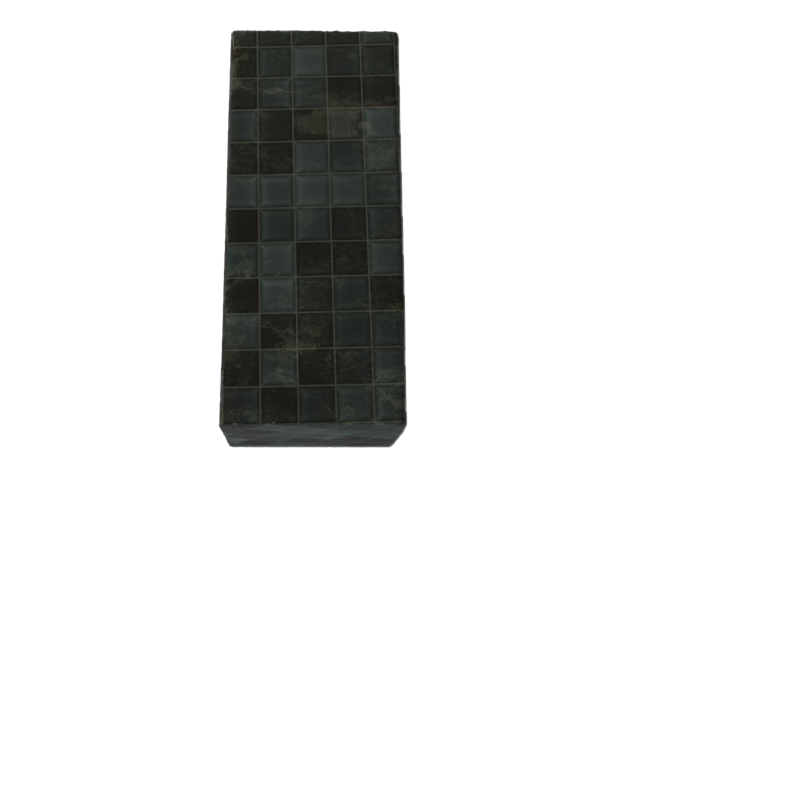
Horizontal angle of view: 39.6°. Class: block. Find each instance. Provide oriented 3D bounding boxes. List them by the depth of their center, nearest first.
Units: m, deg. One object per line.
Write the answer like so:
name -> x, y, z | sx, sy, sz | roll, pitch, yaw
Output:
block -> -0.046, -0.084, 0.590 | 0.090, 0.214, 0.087 | 0, -16, -3
